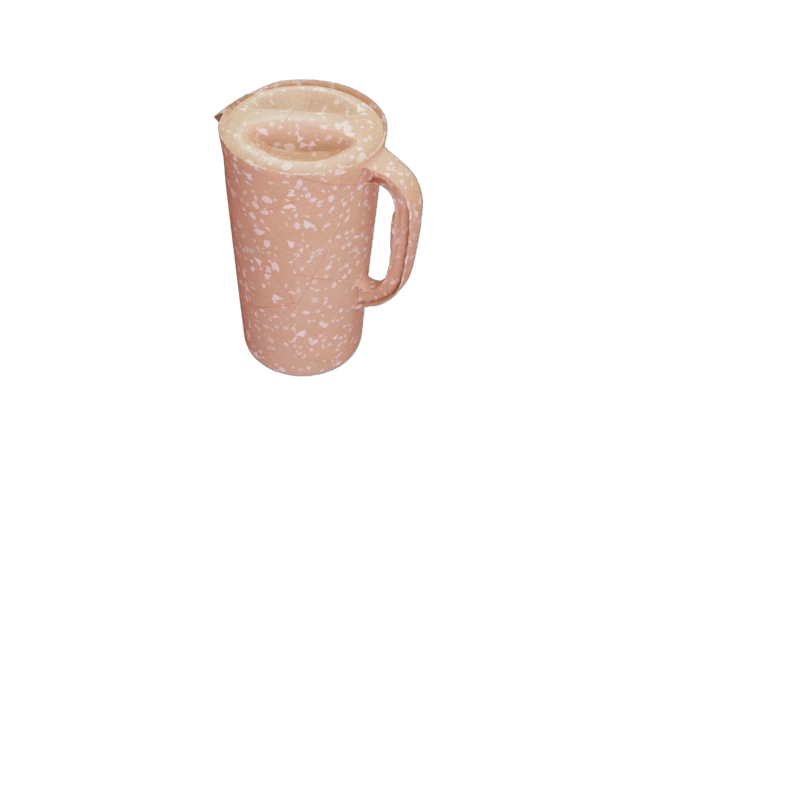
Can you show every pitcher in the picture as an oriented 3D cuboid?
[{"bbox_3d":[-0.073,-0.133,0.933,0.143,0.226,0.162,-9,45,-12],"label":"pitcher"}]
